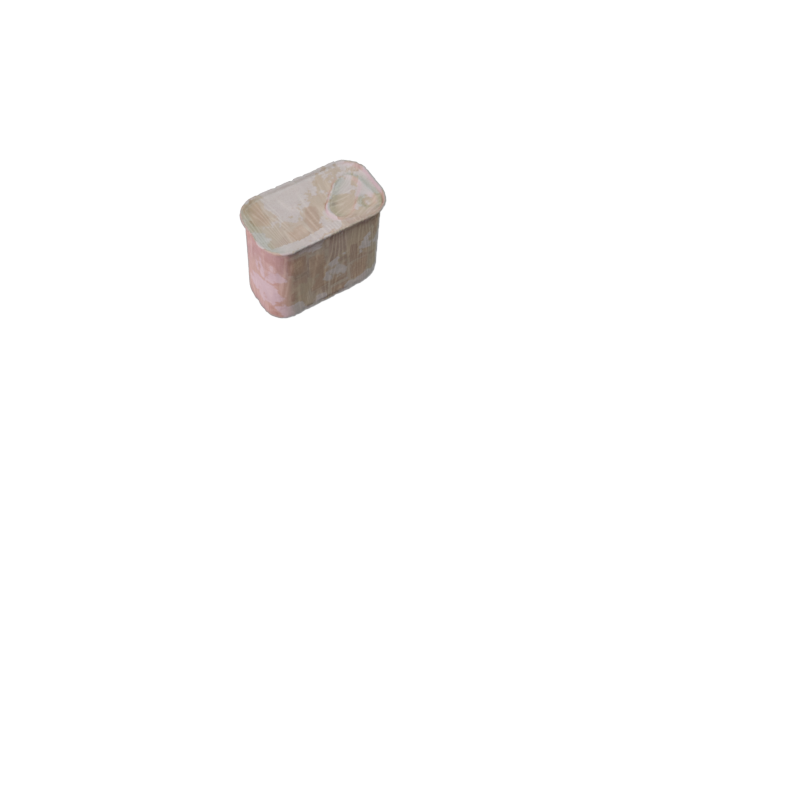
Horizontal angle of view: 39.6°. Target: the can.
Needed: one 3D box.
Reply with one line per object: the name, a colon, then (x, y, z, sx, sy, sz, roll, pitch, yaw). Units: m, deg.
can: (-0.063, -0.115, 0.808, 0.102, 0.062, 0.078, -27, -28, -19)
